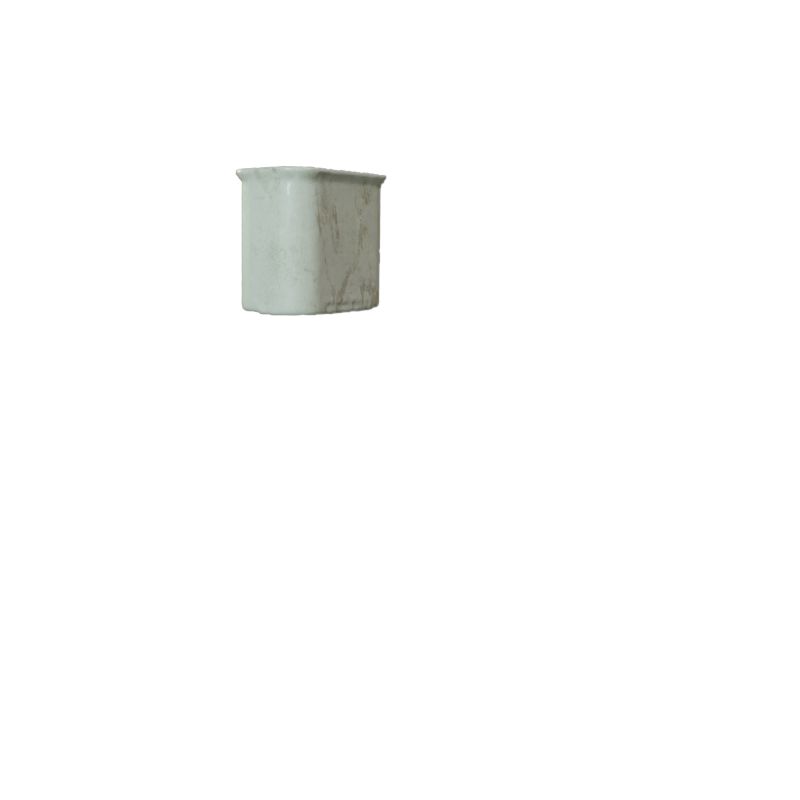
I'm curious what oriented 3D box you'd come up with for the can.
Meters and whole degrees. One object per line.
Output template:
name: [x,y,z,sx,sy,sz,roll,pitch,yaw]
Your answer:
can: [-0.052,-0.095,0.666,0.060,0.083,0.099,2,5,32]
